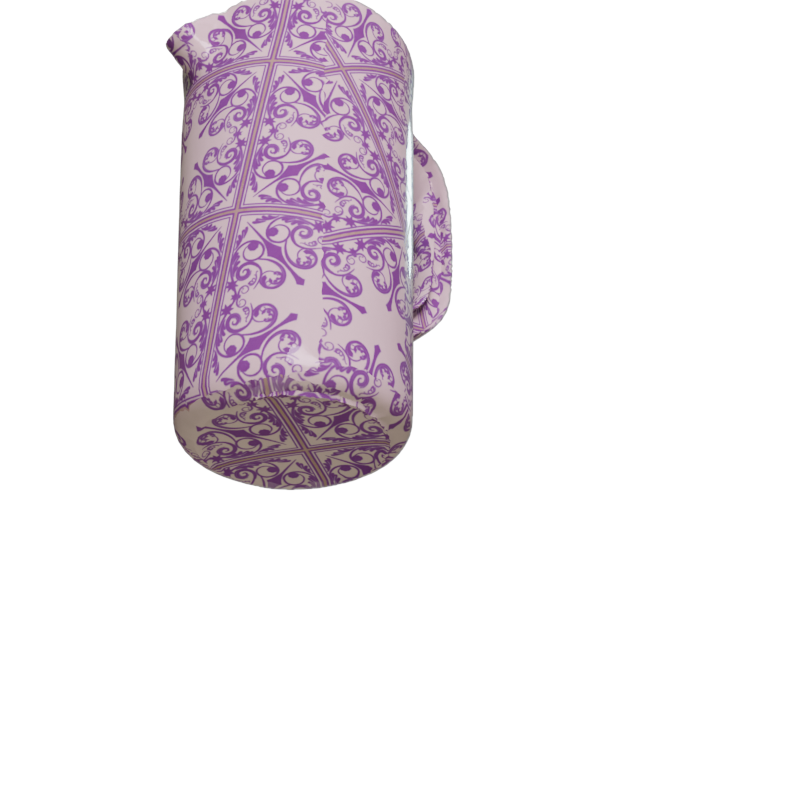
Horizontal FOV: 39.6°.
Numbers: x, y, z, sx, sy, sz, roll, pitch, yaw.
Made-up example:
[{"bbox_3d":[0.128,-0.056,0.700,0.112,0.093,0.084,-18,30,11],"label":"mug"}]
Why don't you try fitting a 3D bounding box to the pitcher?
[{"bbox_3d":[-0.045,-0.082,0.572,0.150,0.260,0.135,-4,-35,3],"label":"pitcher"}]
